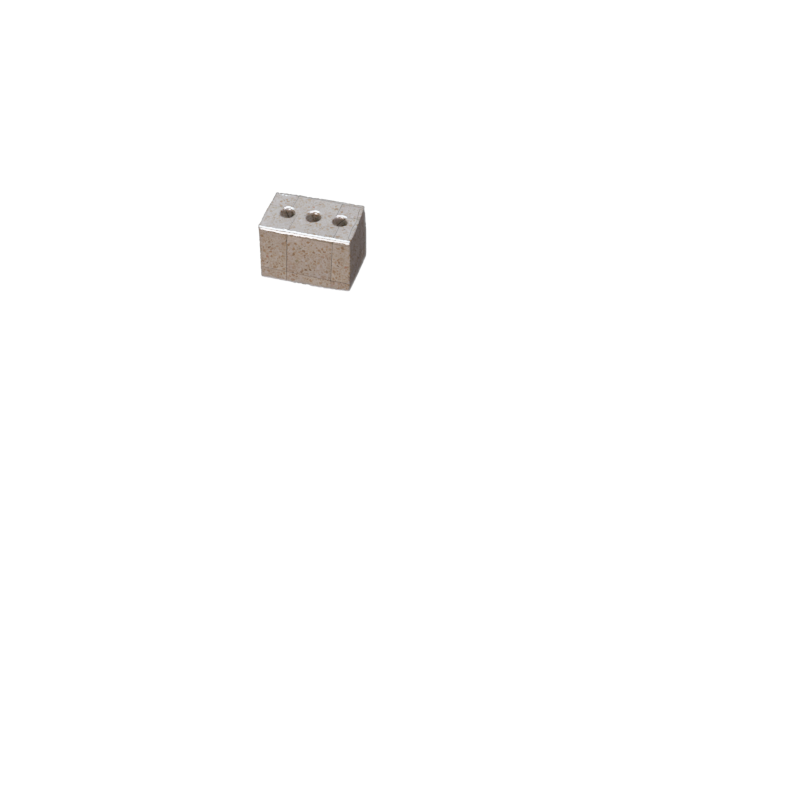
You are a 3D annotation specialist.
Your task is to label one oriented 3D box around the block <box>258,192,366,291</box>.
[{"bbox_3d":[-0.070,-0.128,0.900,0.079,0.048,0.055,10,41,10],"label":"block"}]
